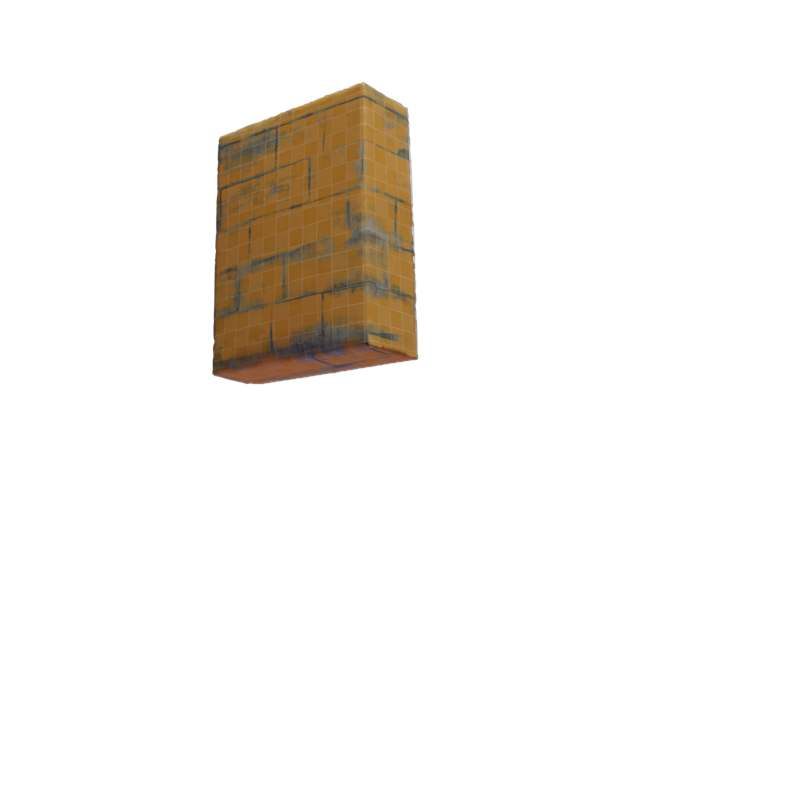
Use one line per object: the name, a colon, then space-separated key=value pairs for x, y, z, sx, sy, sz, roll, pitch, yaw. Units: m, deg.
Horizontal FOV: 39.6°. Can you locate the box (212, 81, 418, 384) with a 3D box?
box: x=-0.071 y=-0.129 z=0.902 sx=0.167 sy=0.223 sz=0.067 roll=-13 pitch=-21 yaw=36
